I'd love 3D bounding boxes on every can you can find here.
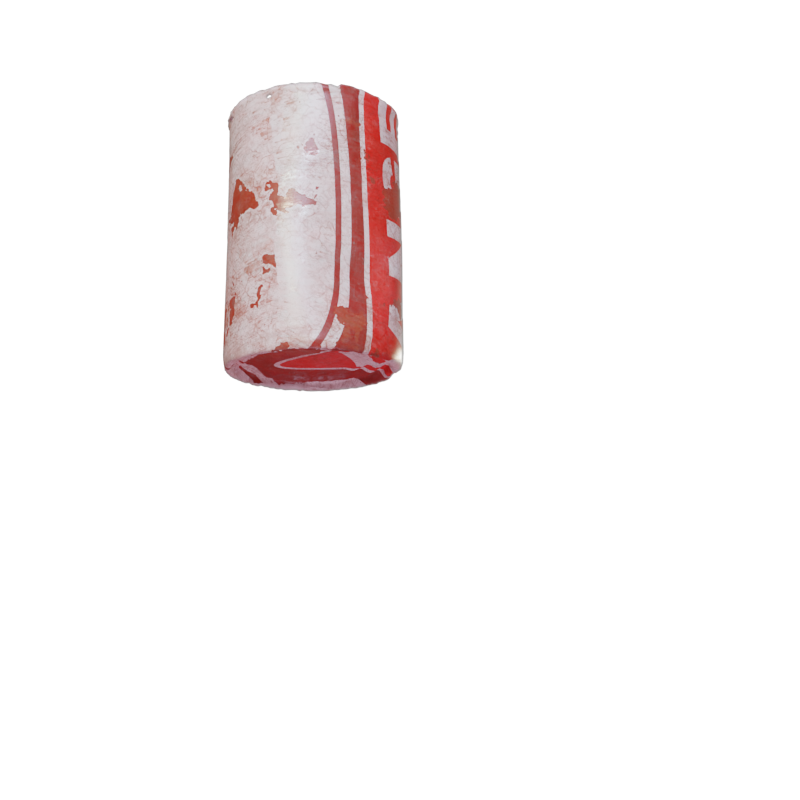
[{"bbox_3d":[-0.033,-0.061,0.425,0.068,0.107,0.066,0,-18,-2],"label":"can"}]
